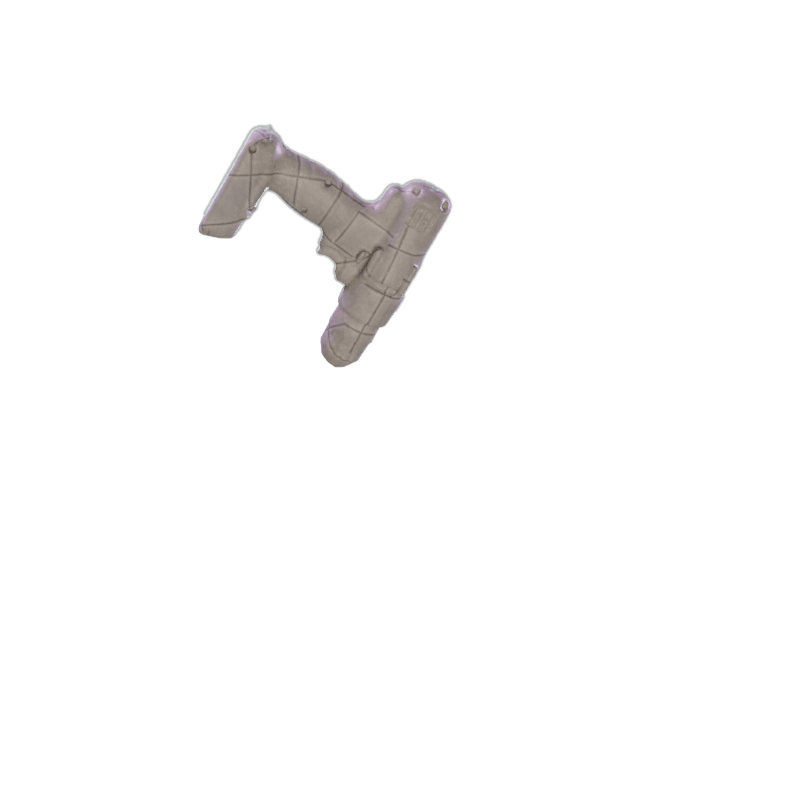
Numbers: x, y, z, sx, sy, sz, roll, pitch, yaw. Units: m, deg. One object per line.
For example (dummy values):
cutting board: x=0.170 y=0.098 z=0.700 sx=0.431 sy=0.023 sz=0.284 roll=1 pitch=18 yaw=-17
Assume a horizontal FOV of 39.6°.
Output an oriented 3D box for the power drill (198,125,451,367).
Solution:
power drill: x=-0.075 y=-0.137 z=0.956 sx=0.184 sy=0.180 sz=0.060 roll=28 pitch=16 yaw=-9
